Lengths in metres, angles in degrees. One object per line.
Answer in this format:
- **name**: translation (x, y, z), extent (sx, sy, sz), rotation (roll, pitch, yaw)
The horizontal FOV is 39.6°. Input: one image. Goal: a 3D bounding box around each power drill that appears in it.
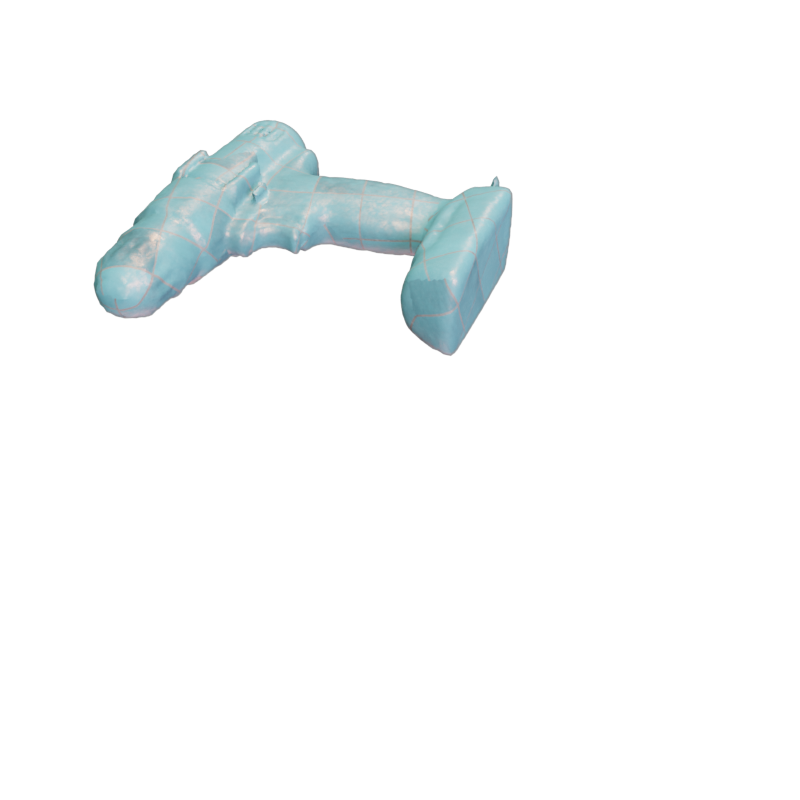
- **power drill**: translation (-0.047, -0.085, 0.595), extent (0.195, 0.054, 0.190), rotation (17, 43, 19)
